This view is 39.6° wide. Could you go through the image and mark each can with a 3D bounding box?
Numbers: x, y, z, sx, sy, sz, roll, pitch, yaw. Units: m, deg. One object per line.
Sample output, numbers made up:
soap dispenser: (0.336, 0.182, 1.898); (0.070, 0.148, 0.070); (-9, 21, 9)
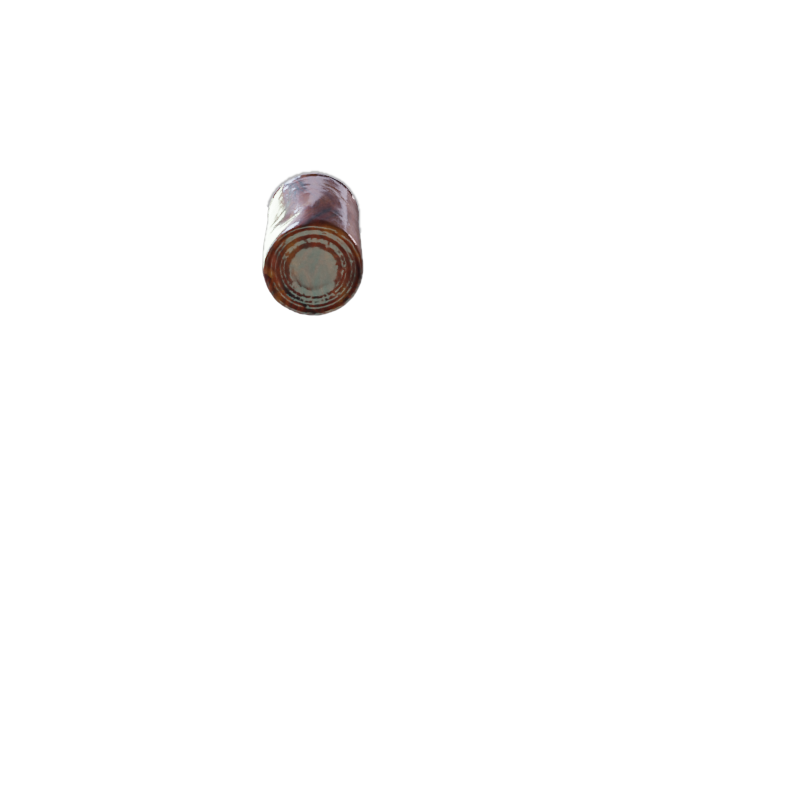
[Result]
can: (-0.060, -0.110, 0.769); (0.068, 0.065, 0.108); (0, 27, -3)
